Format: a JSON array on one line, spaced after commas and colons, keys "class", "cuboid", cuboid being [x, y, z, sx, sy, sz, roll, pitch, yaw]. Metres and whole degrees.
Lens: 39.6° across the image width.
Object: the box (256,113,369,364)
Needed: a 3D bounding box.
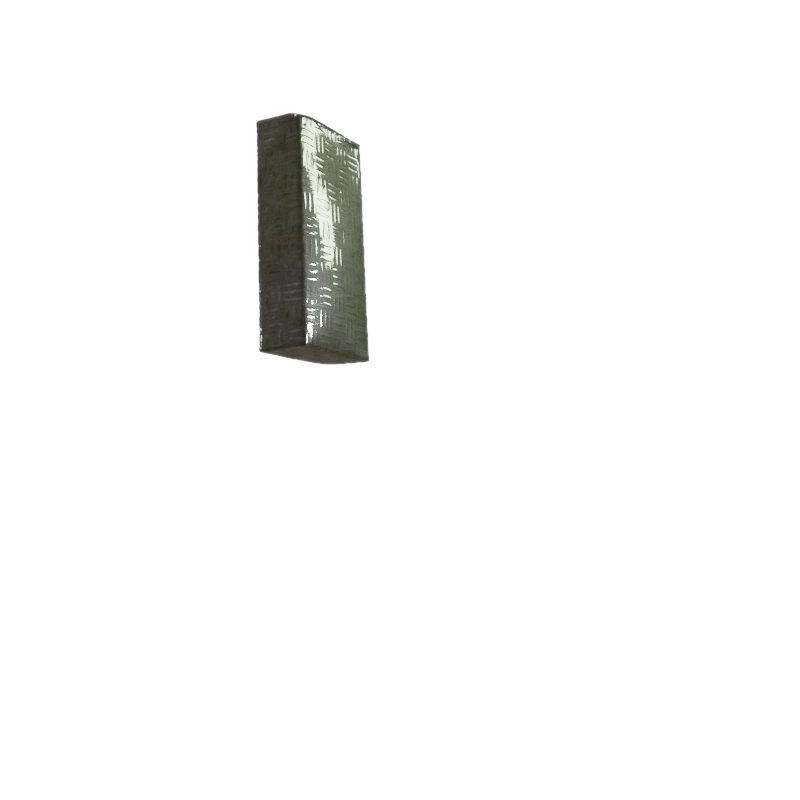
[{"class": "box", "cuboid": [-0.065, -0.119, 0.831, 0.049, 0.182, 0.088, -8, -14, 29]}]
